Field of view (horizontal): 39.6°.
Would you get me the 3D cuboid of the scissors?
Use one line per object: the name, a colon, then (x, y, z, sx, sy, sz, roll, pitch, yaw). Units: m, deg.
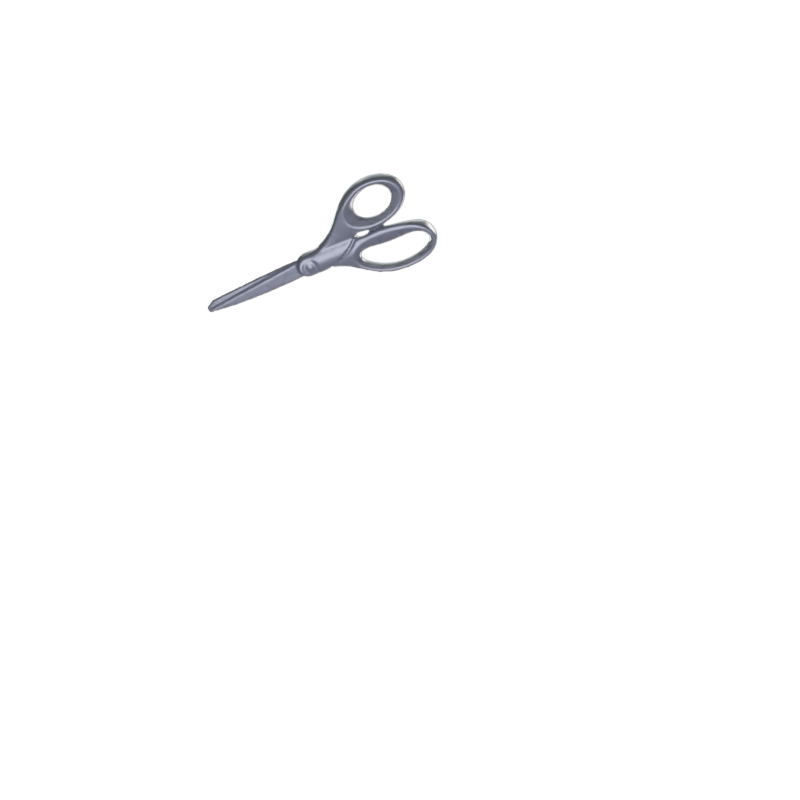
scissors: (-0.072, -0.130, 0.913, 0.202, 0.090, 0.017, -9, 29, 5)
